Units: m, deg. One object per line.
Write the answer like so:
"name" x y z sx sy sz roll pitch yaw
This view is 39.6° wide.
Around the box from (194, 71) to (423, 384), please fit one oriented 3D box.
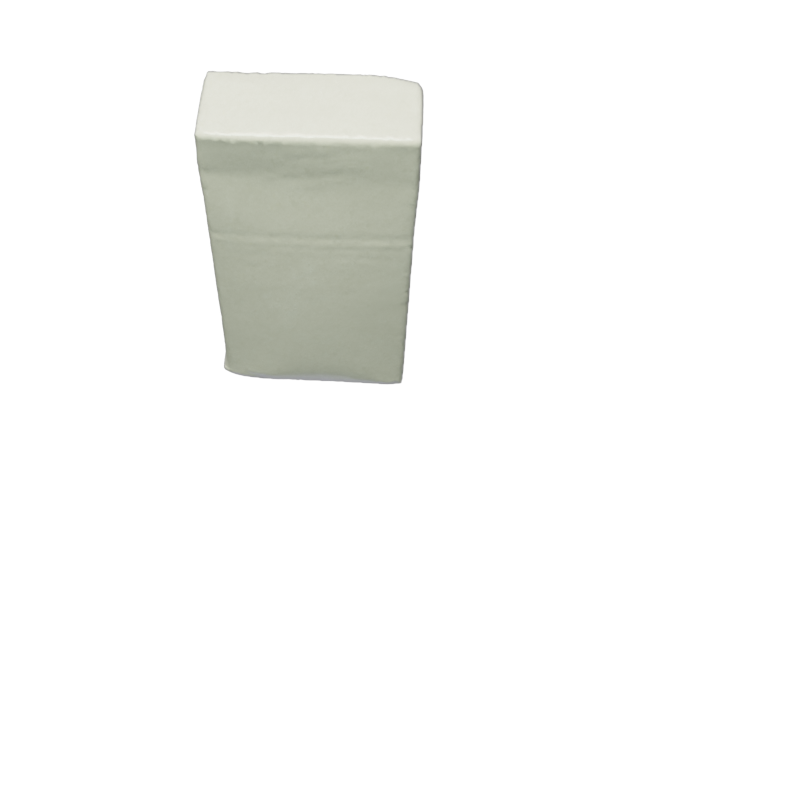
"box" -0.040 -0.074 0.514 0.093 0.051 0.164 4 -37 0
